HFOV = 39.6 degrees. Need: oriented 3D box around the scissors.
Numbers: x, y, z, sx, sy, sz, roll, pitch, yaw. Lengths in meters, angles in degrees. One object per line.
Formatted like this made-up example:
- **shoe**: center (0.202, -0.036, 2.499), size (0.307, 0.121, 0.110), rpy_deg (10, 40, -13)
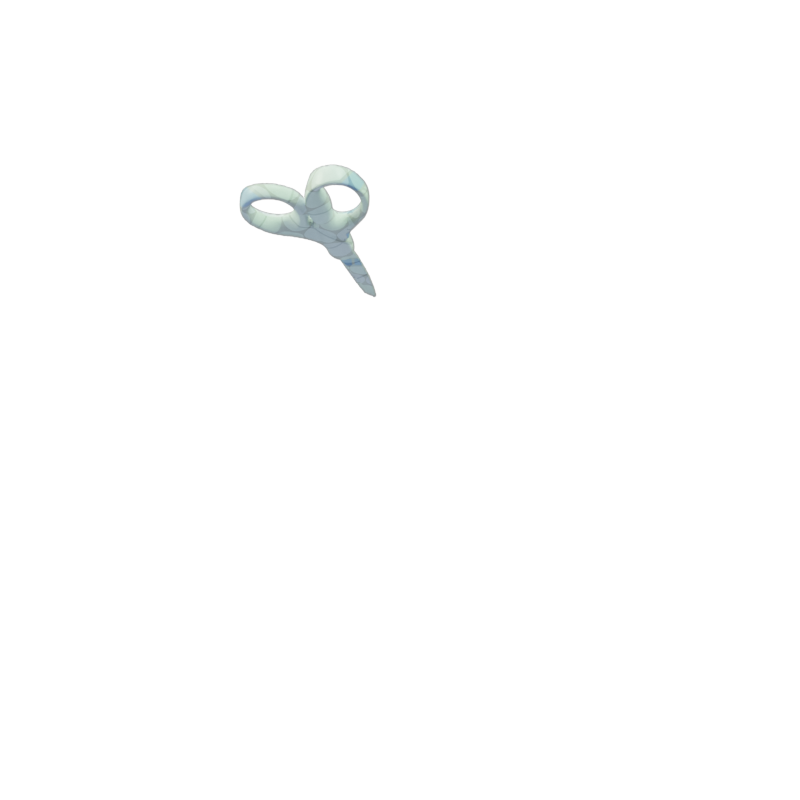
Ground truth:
- **scissors**: center (-0.062, -0.114, 0.796), size (0.096, 0.017, 0.192), rpy_deg (1, -19, -2)
